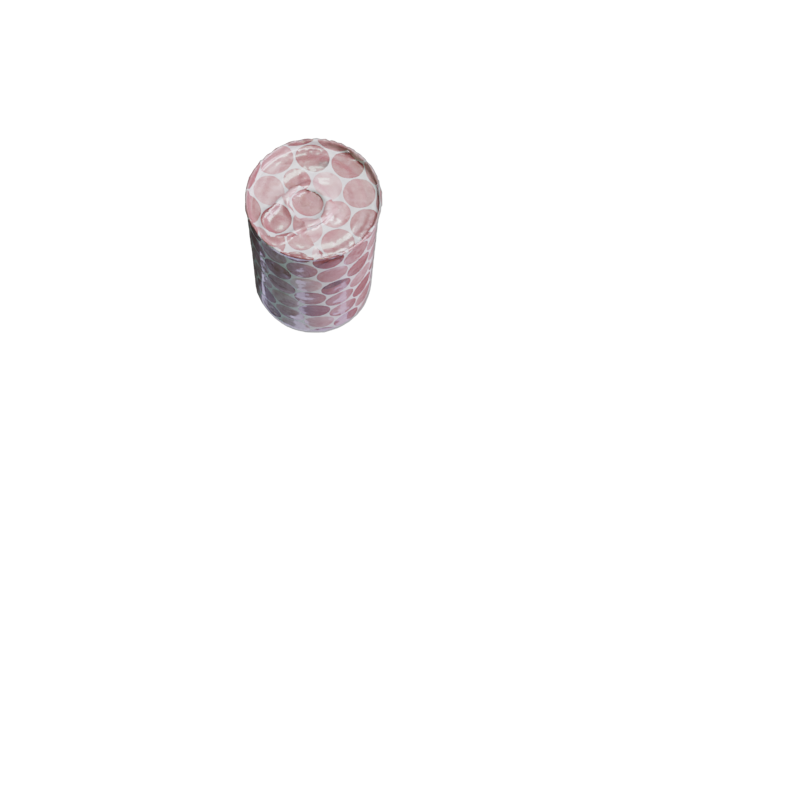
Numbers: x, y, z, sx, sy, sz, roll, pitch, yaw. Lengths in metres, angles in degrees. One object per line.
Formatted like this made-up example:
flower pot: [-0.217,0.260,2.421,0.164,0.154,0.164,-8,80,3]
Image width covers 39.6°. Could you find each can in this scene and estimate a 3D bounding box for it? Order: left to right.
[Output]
can: [-0.046,-0.084,0.591,0.068,0.072,0.097,0,-21,-3]
